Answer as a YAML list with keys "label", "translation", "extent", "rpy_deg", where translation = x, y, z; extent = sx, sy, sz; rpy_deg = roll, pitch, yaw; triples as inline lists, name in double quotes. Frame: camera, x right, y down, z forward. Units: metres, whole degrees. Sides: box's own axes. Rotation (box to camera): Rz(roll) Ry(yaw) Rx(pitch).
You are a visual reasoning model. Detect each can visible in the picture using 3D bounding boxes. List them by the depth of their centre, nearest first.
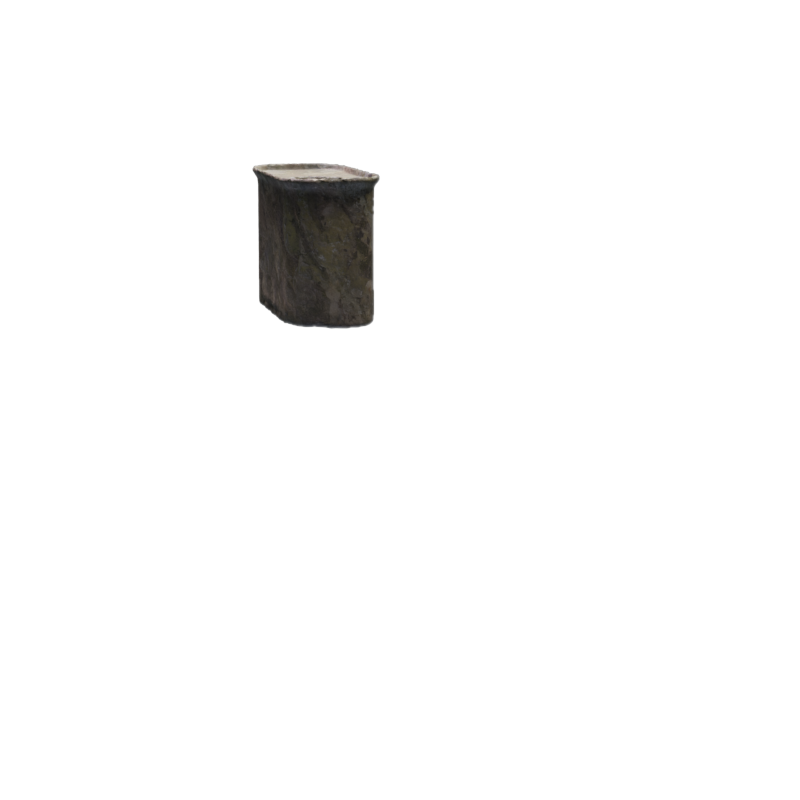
- label: "can"
  translation: [-0.050, -0.092, 0.644]
  extent: [0.056, 0.082, 0.107]
  rpy_deg: [-3, 14, -18]
